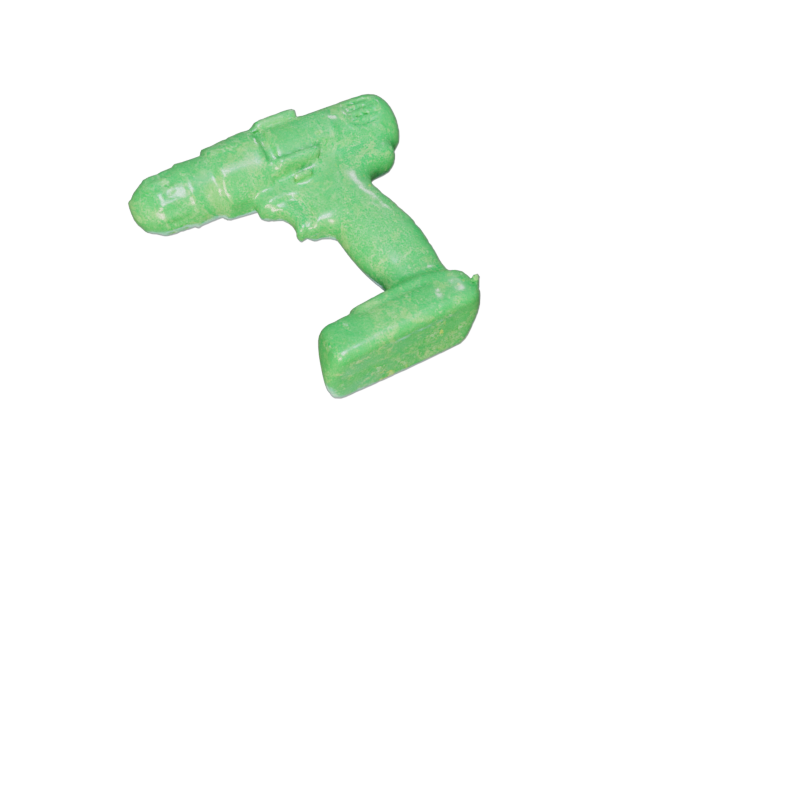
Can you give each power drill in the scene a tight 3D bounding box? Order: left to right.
[{"bbox_3d":[-0.053,-0.097,0.682,0.184,0.201,0.054,-24,-28,-14],"label":"power drill"}]
